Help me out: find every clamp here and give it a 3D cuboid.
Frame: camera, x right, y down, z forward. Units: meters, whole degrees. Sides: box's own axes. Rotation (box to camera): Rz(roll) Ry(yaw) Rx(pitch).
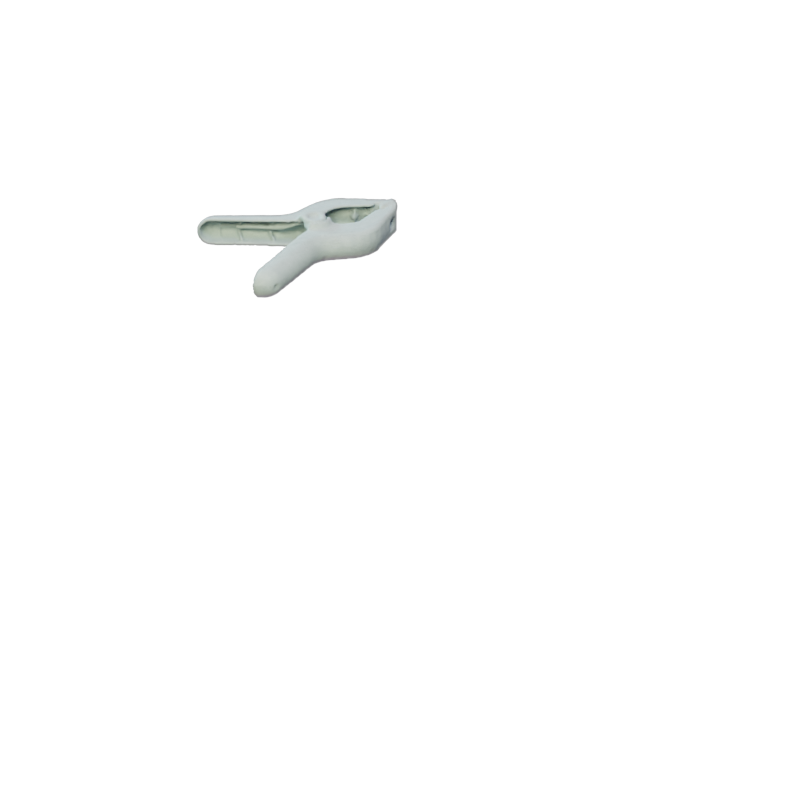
[{"bbox_3d":[-0.072,-0.132,0.922,0.169,0.037,0.130,-14,42,-17],"label":"clamp"}]
